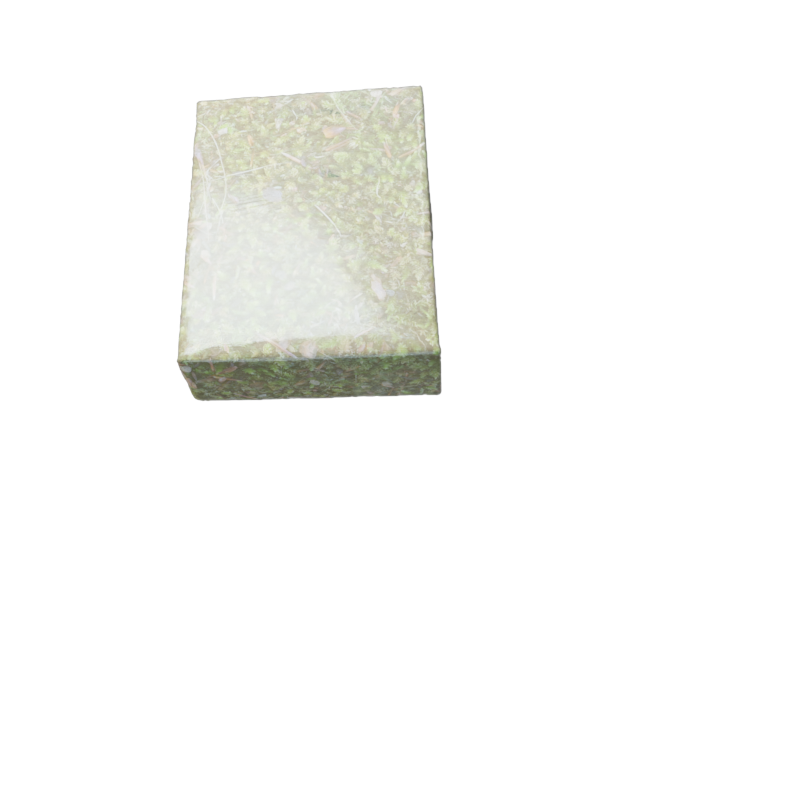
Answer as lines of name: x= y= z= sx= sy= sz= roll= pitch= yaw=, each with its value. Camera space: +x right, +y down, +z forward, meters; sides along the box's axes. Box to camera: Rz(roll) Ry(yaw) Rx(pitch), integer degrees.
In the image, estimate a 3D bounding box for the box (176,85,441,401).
box: x=-0.059 y=-0.108 z=0.755 sx=0.165 sy=0.228 sz=0.067 roll=-4 pitch=-32 yaw=3
